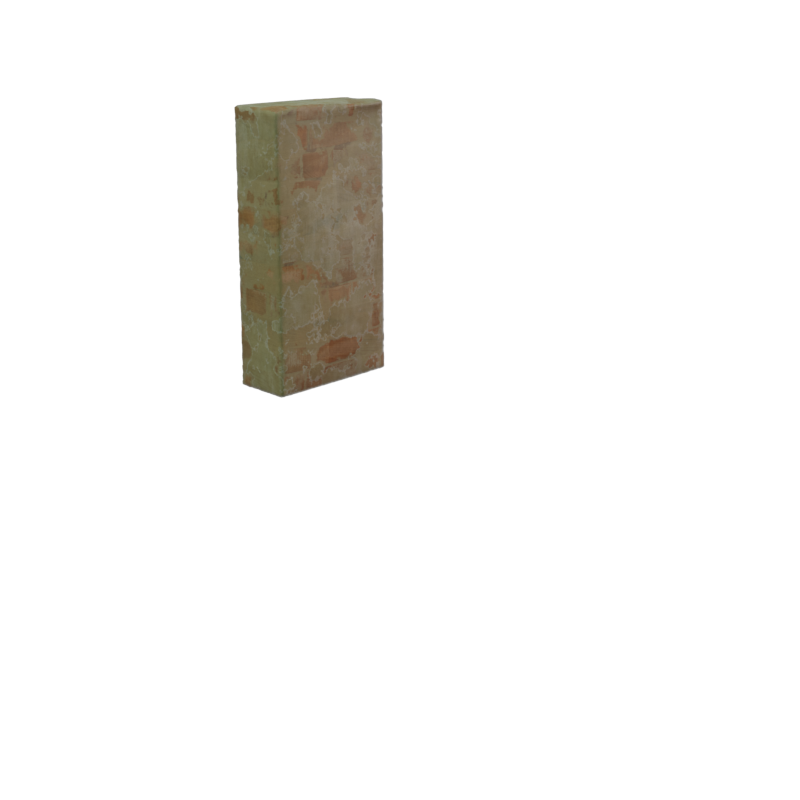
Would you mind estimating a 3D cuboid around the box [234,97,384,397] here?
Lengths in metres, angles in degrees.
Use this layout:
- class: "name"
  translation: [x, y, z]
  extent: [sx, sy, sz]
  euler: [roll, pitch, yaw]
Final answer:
- class: "box"
  translation: [-0.054, -0.099, 0.696]
  extent: [0.051, 0.171, 0.091]
  euler: [14, 20, 43]
